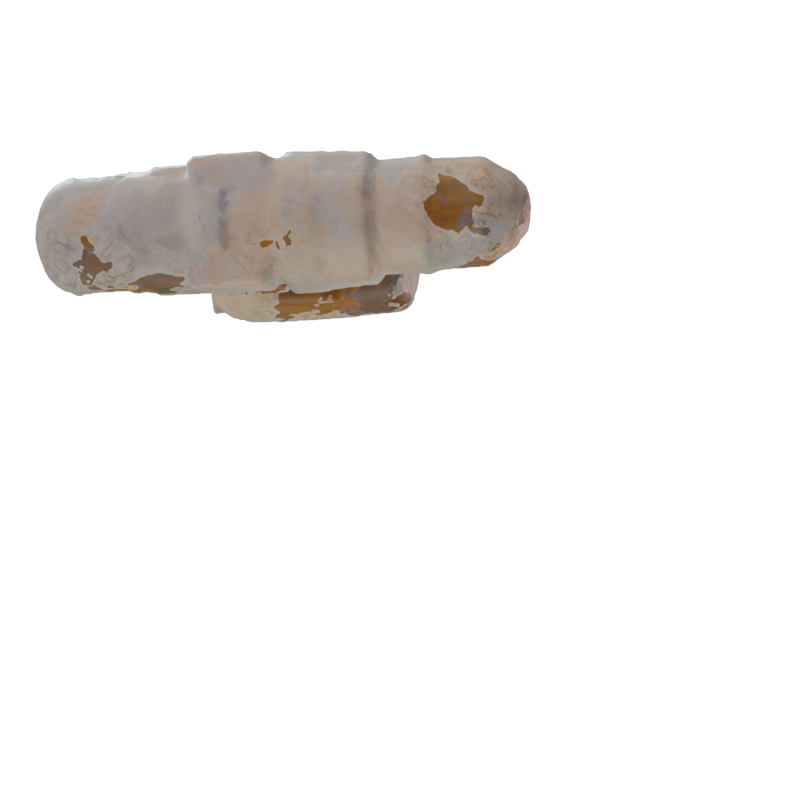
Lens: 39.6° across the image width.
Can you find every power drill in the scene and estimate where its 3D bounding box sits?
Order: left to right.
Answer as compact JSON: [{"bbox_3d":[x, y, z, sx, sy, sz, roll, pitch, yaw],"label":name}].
[{"bbox_3d":[-0.037,-0.068,0.478,0.187,0.058,0.183,0,-1,9],"label":"power drill"}]
